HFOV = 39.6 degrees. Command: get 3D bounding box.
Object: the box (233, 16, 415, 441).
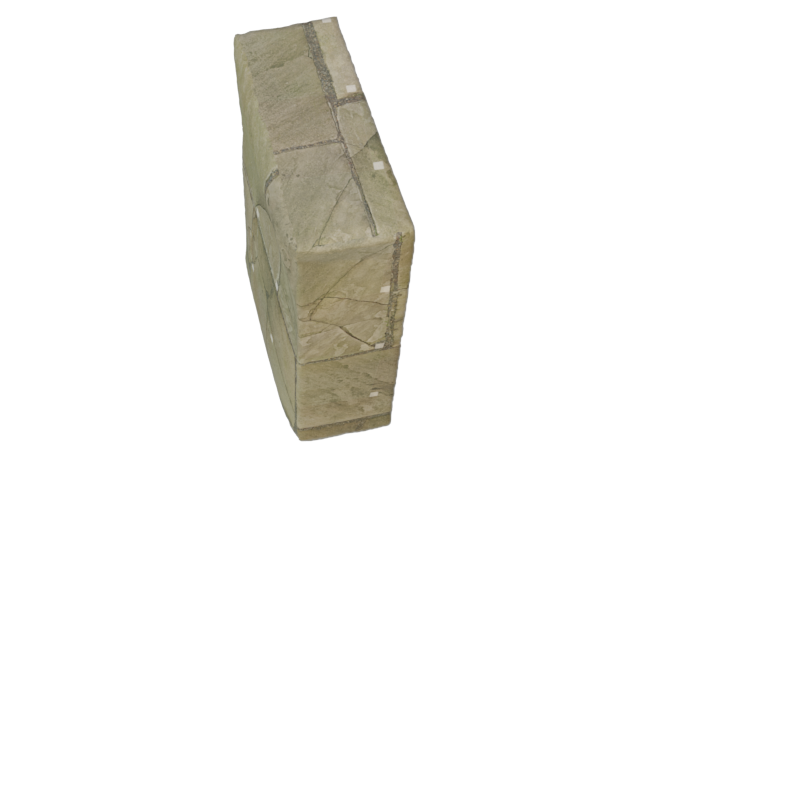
[{"bbox_3d":[-0.053,-0.097,0.678,0.071,0.176,0.200,-11,-31,-11],"label":"box"}]
